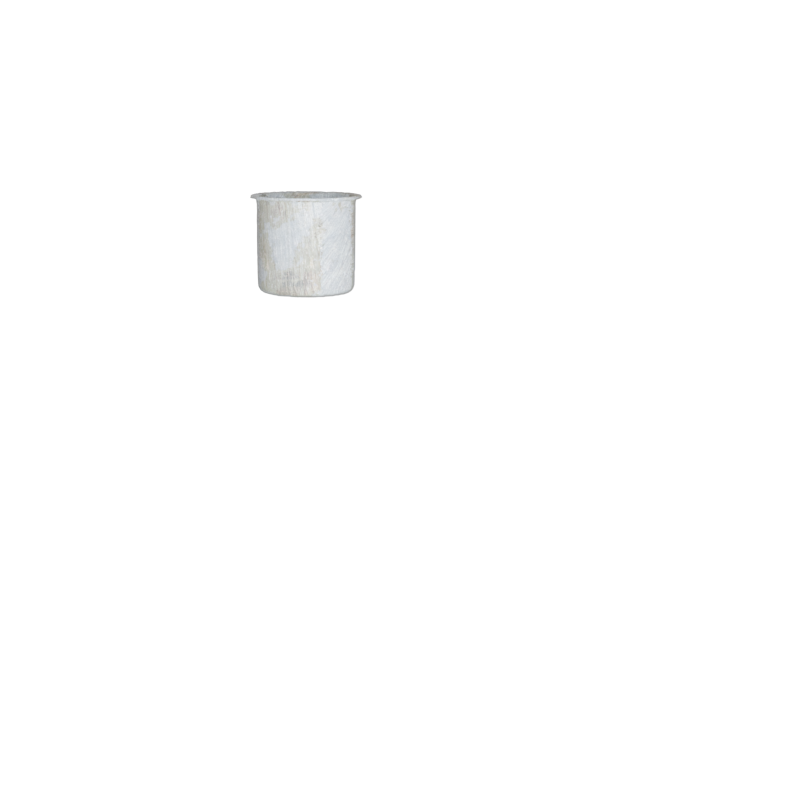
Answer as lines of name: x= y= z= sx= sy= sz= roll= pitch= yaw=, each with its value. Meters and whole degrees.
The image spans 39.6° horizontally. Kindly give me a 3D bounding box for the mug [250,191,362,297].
mug: x=-0.073 y=-0.134 z=0.937 sx=0.097 sy=0.080 sz=0.115 roll=6 pitch=13 yaw=26
